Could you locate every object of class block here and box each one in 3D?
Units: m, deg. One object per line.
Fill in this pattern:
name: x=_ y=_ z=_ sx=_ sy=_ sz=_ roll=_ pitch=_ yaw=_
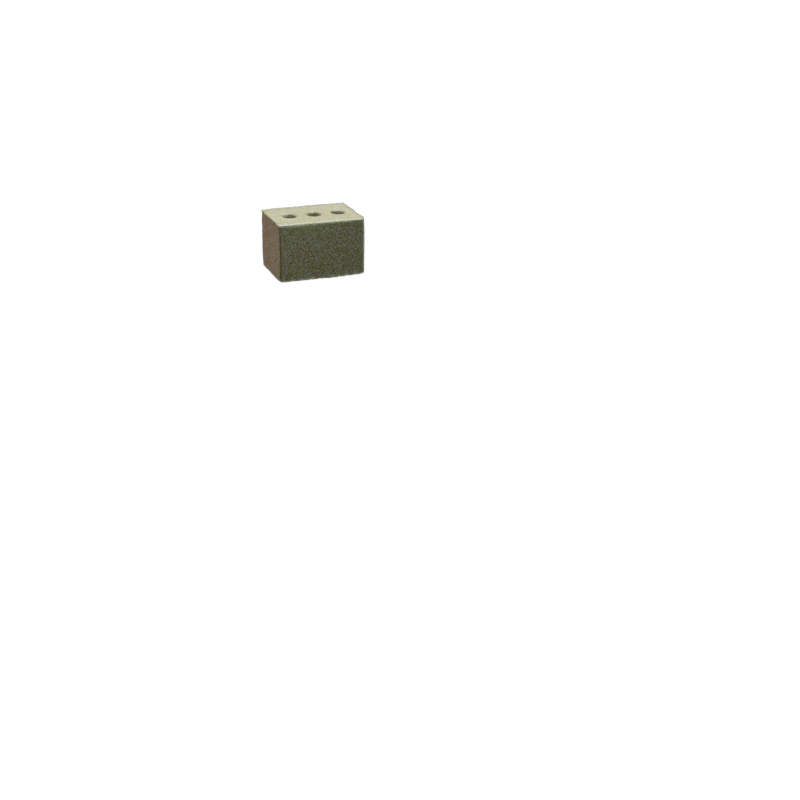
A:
block: x=-0.074 y=-0.135 z=0.947 sx=0.076 sy=0.049 sz=0.056 roll=-8 pitch=23 yaw=-20
